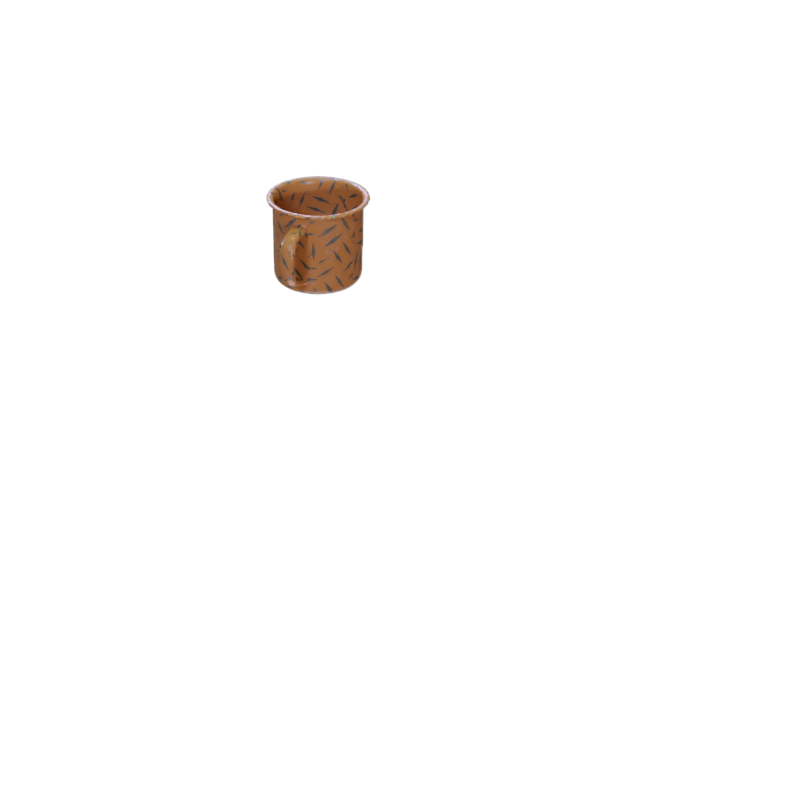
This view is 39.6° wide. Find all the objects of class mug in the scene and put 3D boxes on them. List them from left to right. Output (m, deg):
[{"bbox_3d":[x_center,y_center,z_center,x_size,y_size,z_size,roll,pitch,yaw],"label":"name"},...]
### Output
[{"bbox_3d":[-0.078,-0.143,1.000,0.096,0.077,0.121,10,32,15],"label":"mug"}]
